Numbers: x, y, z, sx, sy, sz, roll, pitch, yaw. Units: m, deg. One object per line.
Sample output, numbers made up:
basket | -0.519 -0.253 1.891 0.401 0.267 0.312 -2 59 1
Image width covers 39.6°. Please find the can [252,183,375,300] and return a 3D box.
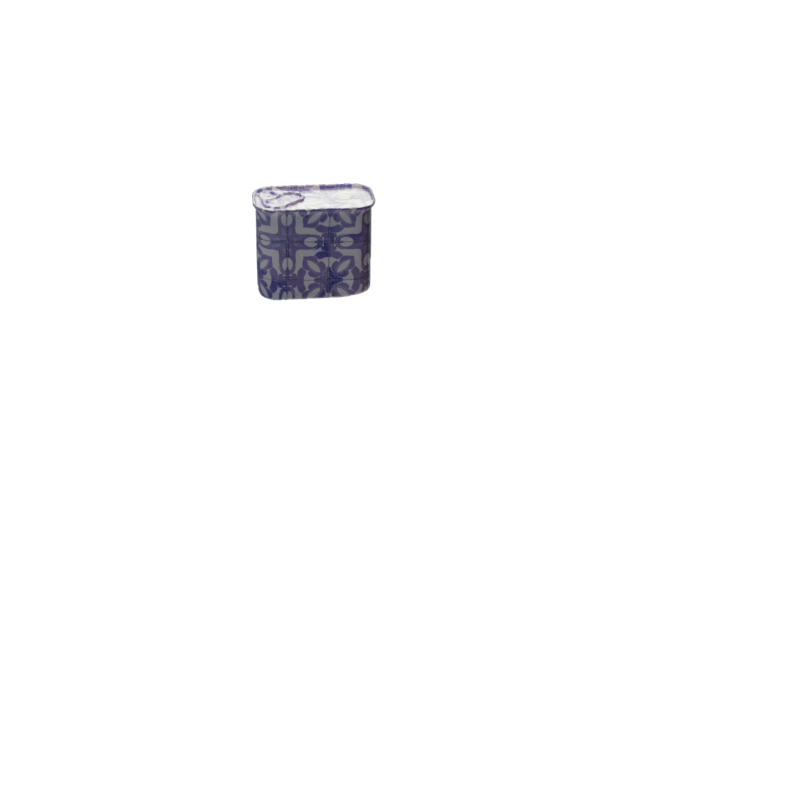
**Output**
can | -0.074 -0.134 0.939 0.101 0.079 0.061 -2 27 -6
